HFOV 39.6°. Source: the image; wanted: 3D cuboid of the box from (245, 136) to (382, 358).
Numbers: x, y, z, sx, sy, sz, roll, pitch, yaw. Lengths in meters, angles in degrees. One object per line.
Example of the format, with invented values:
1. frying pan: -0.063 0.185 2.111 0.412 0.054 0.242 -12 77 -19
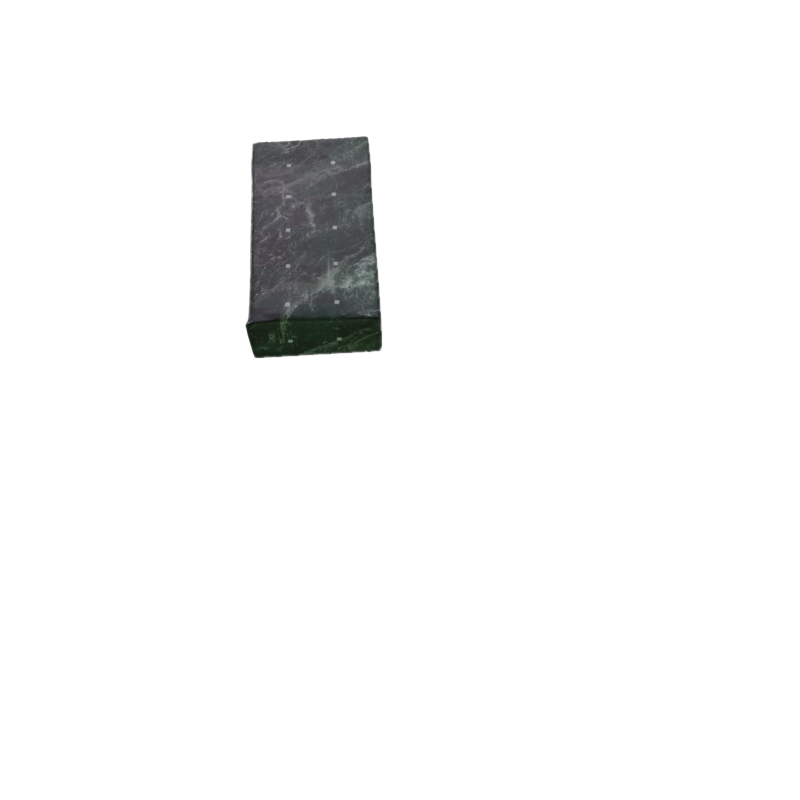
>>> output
1. box: -0.064 -0.116 0.815 0.093 0.189 0.045 -4 -39 1
